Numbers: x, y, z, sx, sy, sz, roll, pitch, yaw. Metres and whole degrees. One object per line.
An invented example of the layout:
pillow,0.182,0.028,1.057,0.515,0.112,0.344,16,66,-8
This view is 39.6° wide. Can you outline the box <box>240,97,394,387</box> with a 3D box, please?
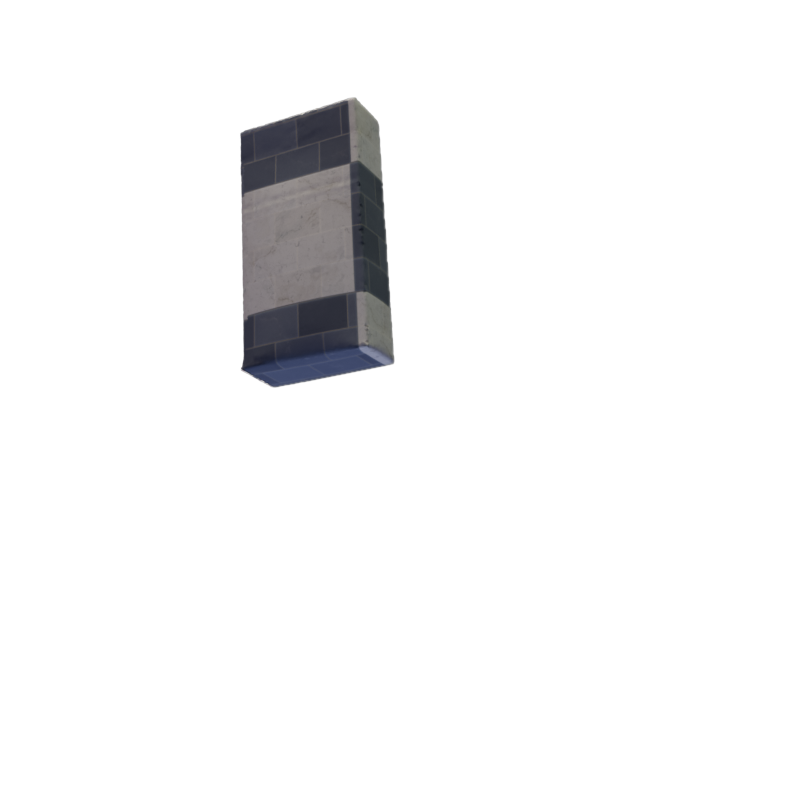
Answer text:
box,-0.057,-0.104,0.729,0.095,0.186,0.045,-13,-26,24
